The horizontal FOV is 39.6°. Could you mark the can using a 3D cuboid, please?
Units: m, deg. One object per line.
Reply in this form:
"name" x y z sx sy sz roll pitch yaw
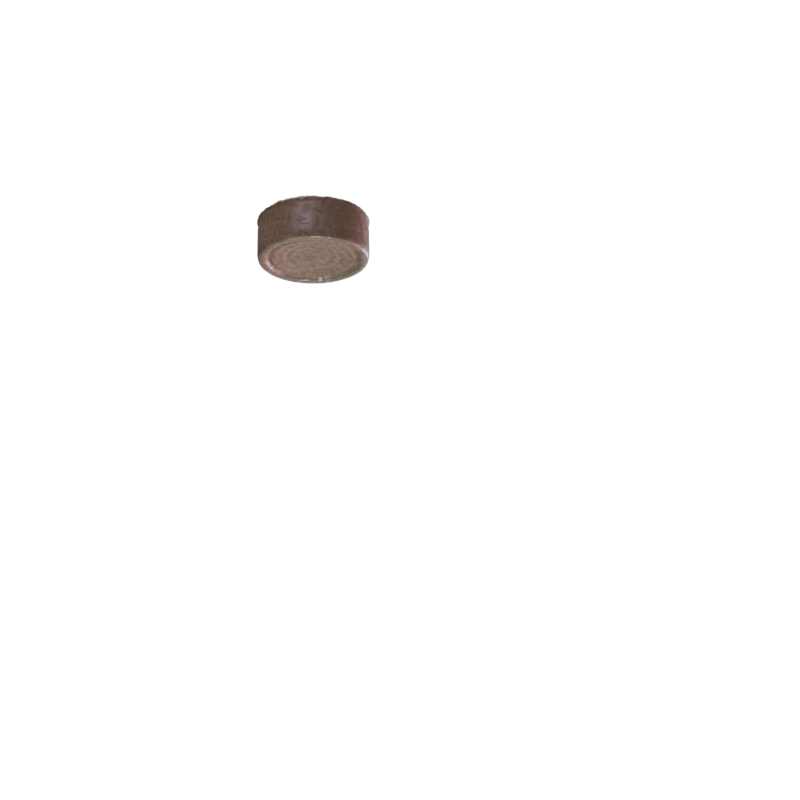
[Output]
"can" -0.066 -0.120 0.839 0.086 0.035 0.082 0 -21 -2
